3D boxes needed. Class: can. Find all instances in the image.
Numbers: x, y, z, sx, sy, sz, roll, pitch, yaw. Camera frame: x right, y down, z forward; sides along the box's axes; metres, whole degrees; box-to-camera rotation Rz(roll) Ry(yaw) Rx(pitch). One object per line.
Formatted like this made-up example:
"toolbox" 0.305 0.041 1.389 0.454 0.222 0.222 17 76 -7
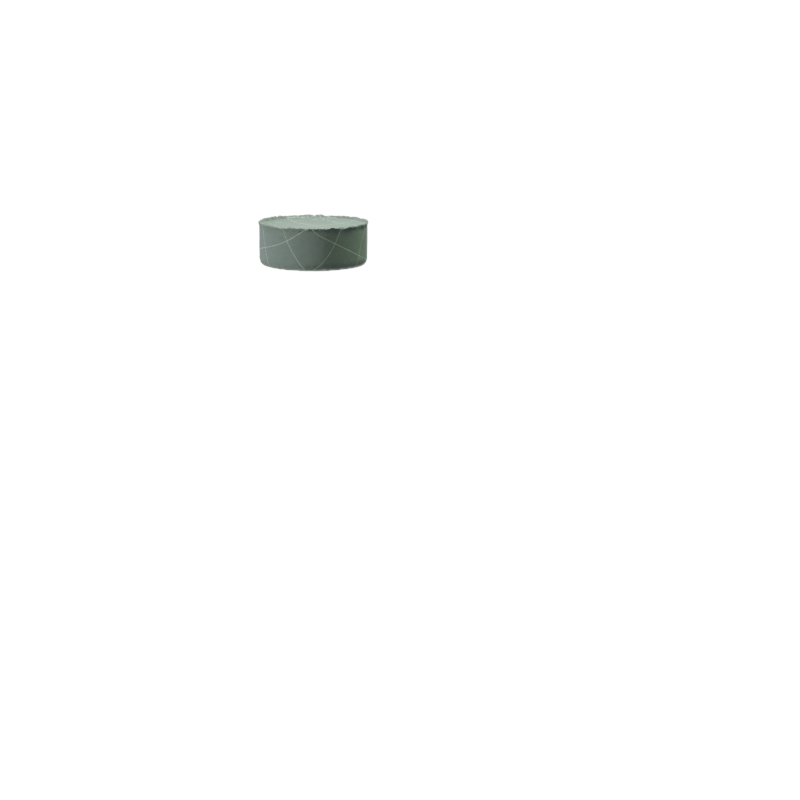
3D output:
"can" -0.068 -0.124 0.867 0.086 0.033 0.088 0 15 -2
